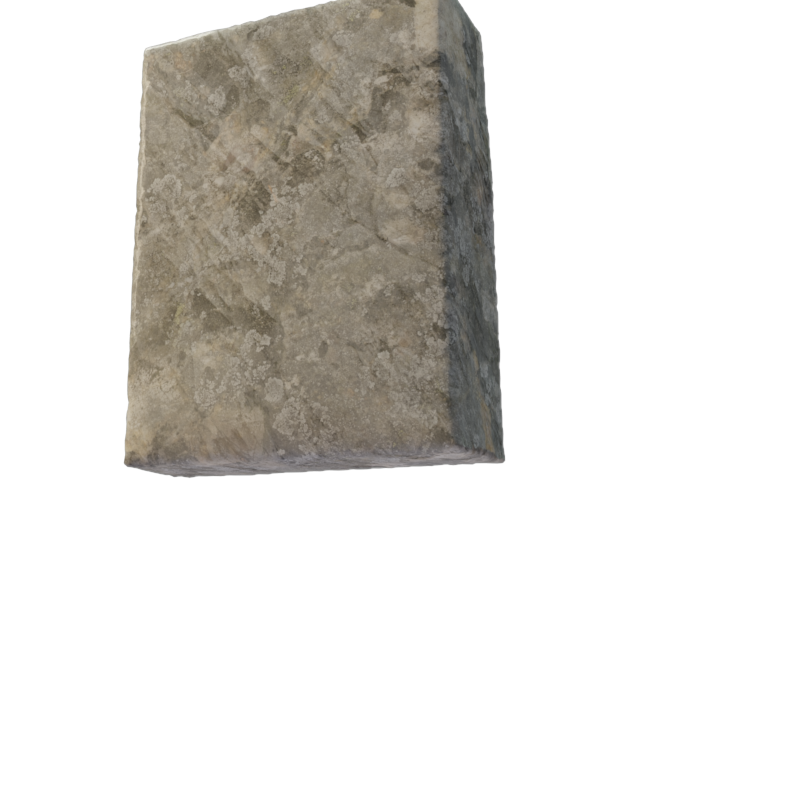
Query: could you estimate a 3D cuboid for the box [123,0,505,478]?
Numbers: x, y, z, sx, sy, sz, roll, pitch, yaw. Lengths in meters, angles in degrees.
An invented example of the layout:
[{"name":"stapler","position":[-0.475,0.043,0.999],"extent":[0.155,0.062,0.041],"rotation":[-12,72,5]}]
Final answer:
[{"name":"box","position":[-0.041,-0.075,0.527],"extent":[0.168,0.222,0.068],"rotation":[-7,-17,23]}]
